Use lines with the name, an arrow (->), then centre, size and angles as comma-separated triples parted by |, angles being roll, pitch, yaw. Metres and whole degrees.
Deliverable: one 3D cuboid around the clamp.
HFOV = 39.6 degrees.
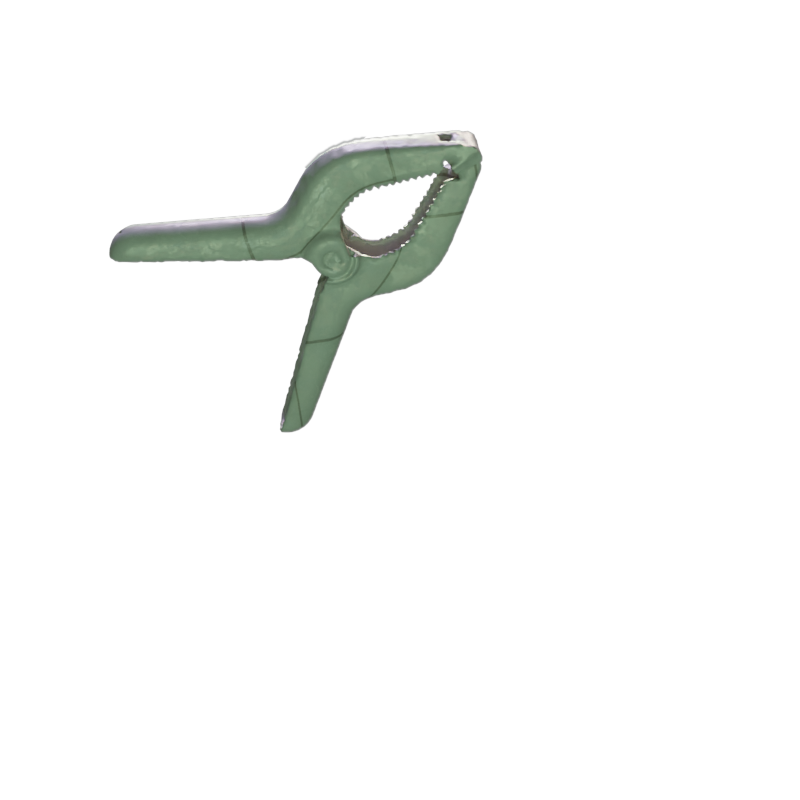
clamp -> -0.049, -0.090, 0.627 | 0.208, 0.157, 0.039 | -41, 21, 19
